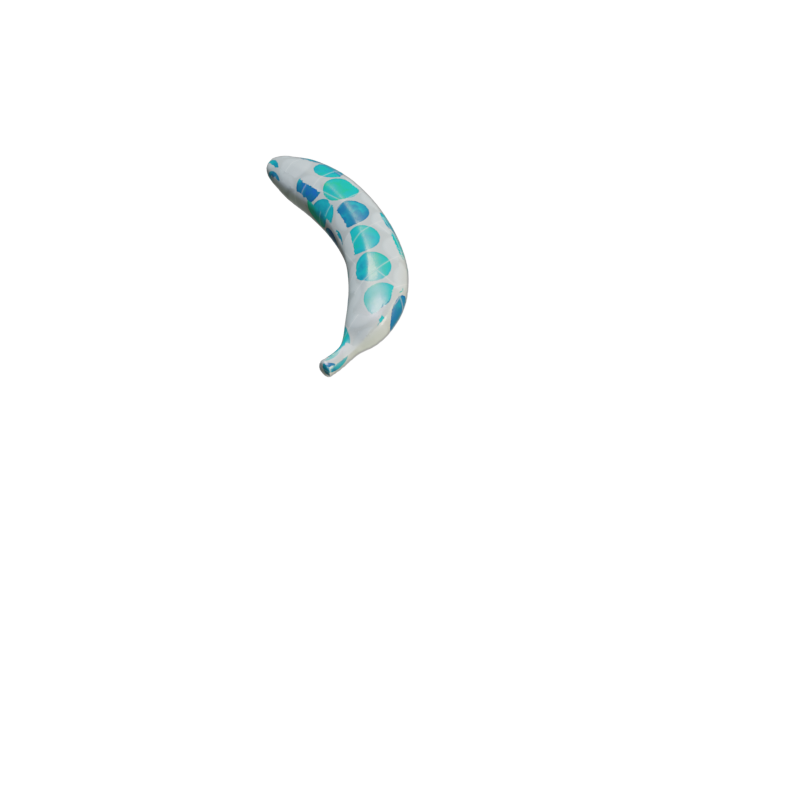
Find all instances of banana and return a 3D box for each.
[{"bbox_3d":[-0.037,-0.101,0.709,0.069,0.034,0.214,-9,46,-10],"label":"banana"}]
